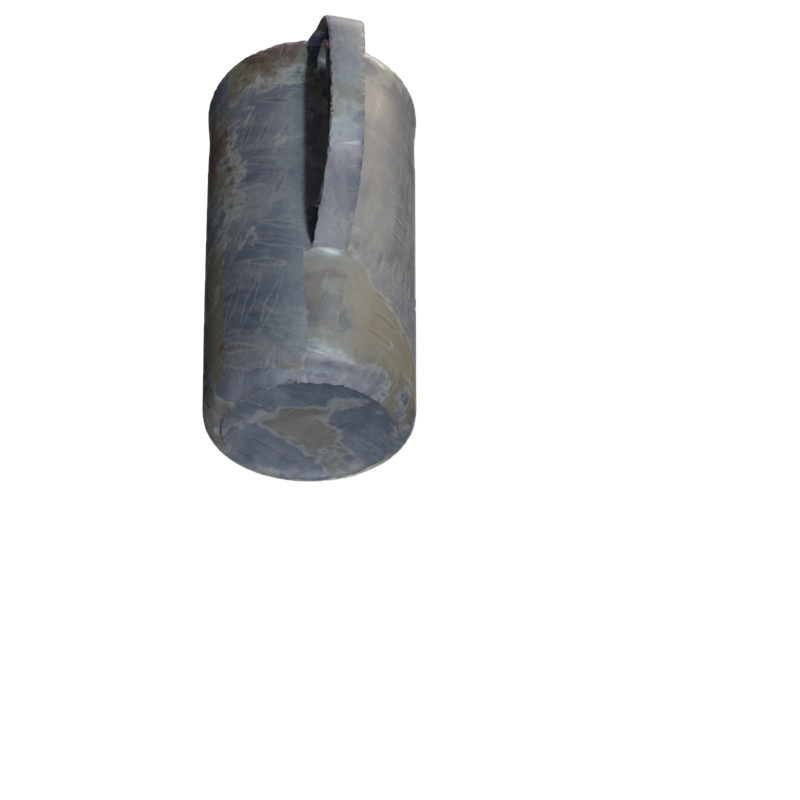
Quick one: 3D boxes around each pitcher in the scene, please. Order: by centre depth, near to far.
[{"bbox_3d":[-0.049,-0.089,0.625,0.146,0.261,0.138,-23,-44,22],"label":"pitcher"}]
